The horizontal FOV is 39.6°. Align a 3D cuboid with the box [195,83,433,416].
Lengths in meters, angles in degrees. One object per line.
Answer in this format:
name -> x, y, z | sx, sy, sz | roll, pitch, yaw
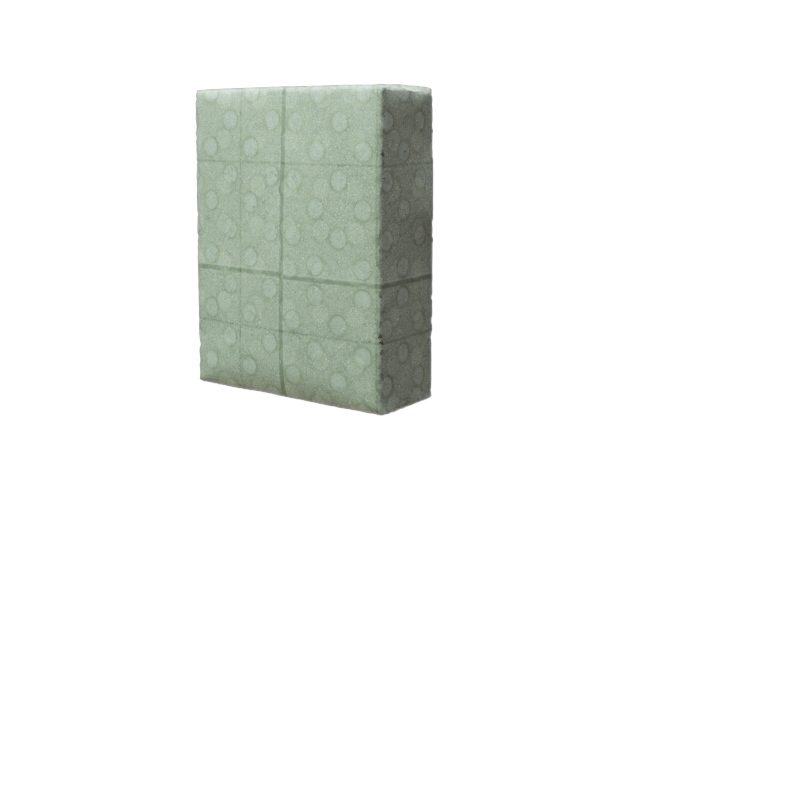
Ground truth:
box -> -0.061, -0.111, 0.774 | 0.171, 0.210, 0.070 | 7, 9, 36
